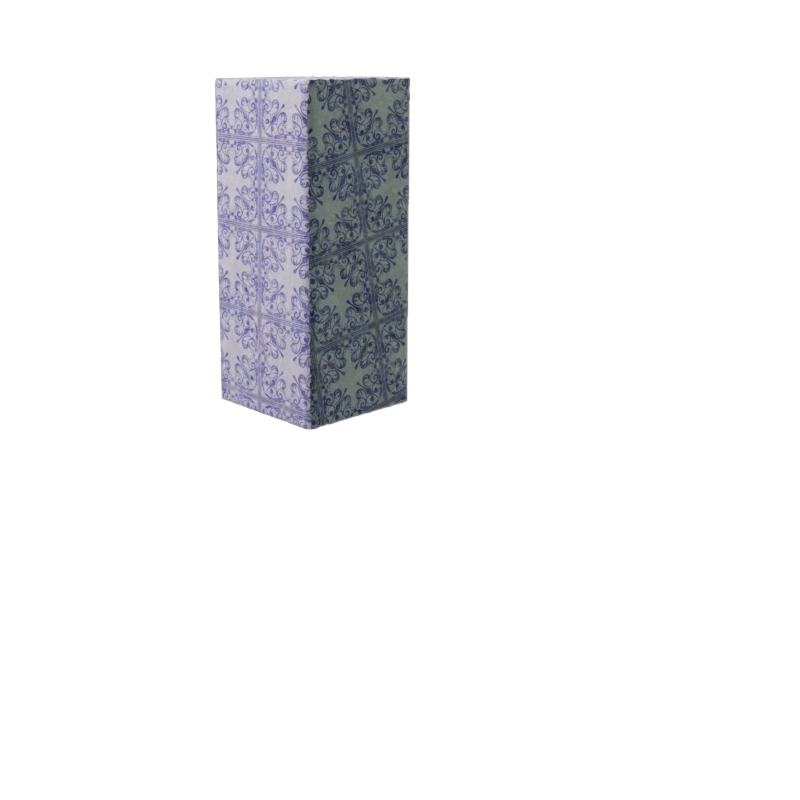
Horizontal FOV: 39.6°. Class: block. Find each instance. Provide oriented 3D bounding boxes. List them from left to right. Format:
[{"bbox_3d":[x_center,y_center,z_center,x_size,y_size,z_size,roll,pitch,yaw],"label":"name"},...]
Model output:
[{"bbox_3d":[-0.055,-0.100,0.700,0.088,0.201,0.095,-10,15,-44],"label":"block"}]
